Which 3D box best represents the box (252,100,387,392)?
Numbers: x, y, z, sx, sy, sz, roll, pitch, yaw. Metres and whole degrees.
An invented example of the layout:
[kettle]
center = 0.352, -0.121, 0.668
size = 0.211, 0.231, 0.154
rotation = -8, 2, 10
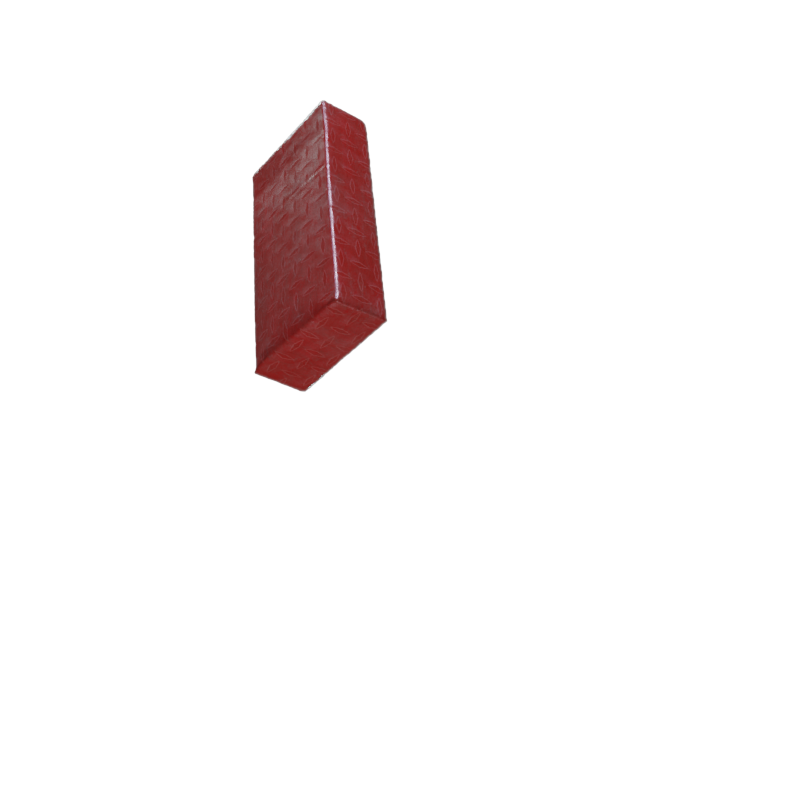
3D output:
[box]
center = -0.057, -0.105, 0.733
size = 0.045, 0.189, 0.092
rotation = 24, -46, -30
